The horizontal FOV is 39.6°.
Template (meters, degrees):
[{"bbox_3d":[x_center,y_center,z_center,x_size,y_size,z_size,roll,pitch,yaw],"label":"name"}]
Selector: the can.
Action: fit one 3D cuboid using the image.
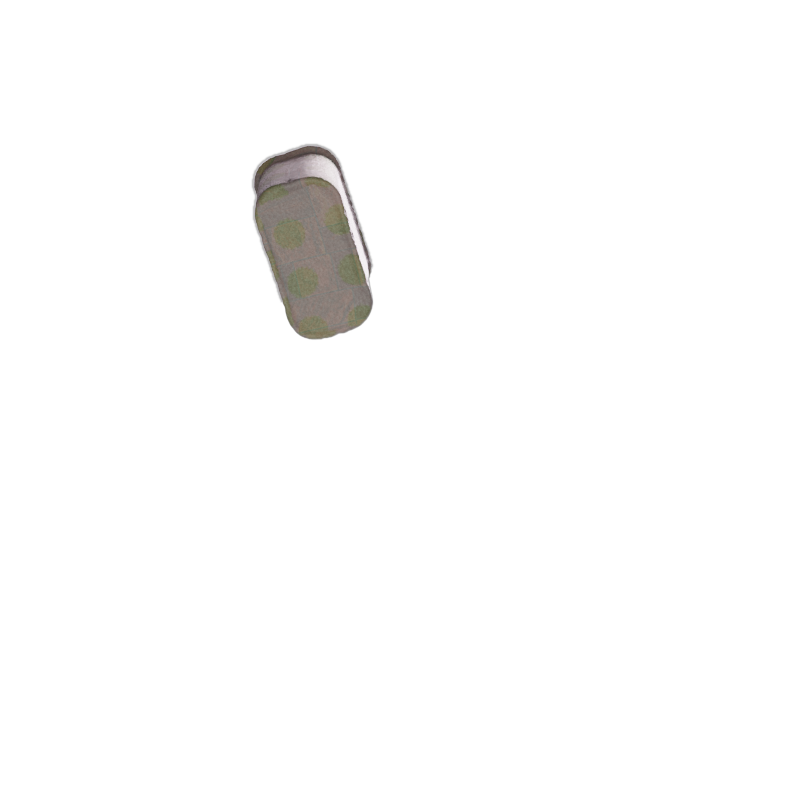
[{"bbox_3d":[-0.053,-0.096,0.675,0.058,0.098,0.087,-17,18,3],"label":"can"}]
